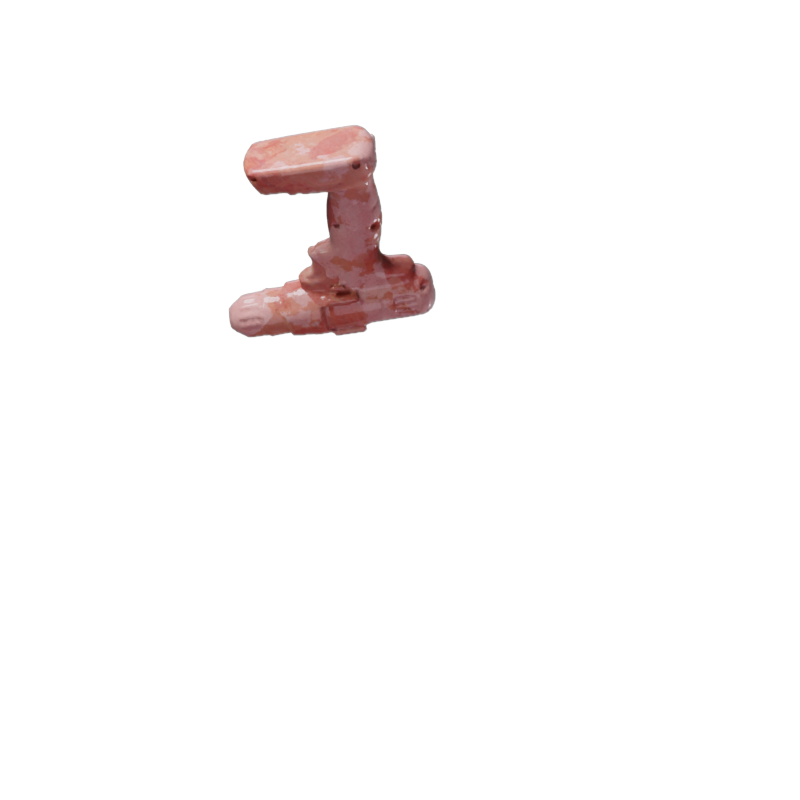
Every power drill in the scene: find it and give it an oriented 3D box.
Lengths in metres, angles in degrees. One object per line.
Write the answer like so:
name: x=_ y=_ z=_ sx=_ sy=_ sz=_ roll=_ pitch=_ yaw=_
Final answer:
power drill: x=-0.073 y=-0.134 z=0.937 sx=0.185 sy=0.174 sz=0.061 roll=-9 pitch=40 yaw=7
